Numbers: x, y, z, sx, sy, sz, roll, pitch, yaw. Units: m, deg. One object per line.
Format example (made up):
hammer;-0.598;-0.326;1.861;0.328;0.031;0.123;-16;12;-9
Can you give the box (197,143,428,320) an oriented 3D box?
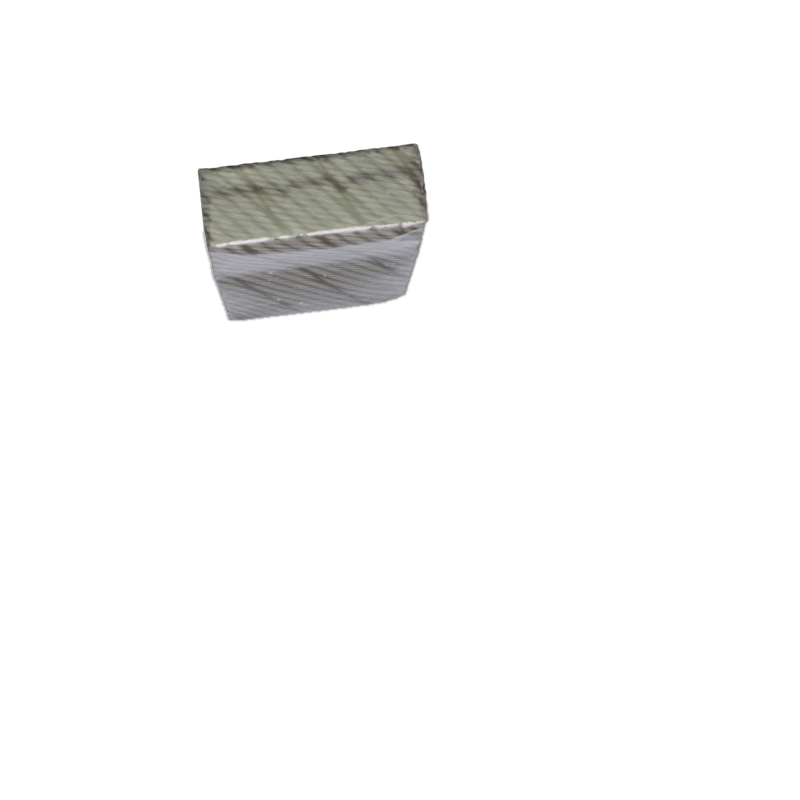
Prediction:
box;-0.070;-0.128;0.895;0.163;0.074;0.207;-7;-10;-4
